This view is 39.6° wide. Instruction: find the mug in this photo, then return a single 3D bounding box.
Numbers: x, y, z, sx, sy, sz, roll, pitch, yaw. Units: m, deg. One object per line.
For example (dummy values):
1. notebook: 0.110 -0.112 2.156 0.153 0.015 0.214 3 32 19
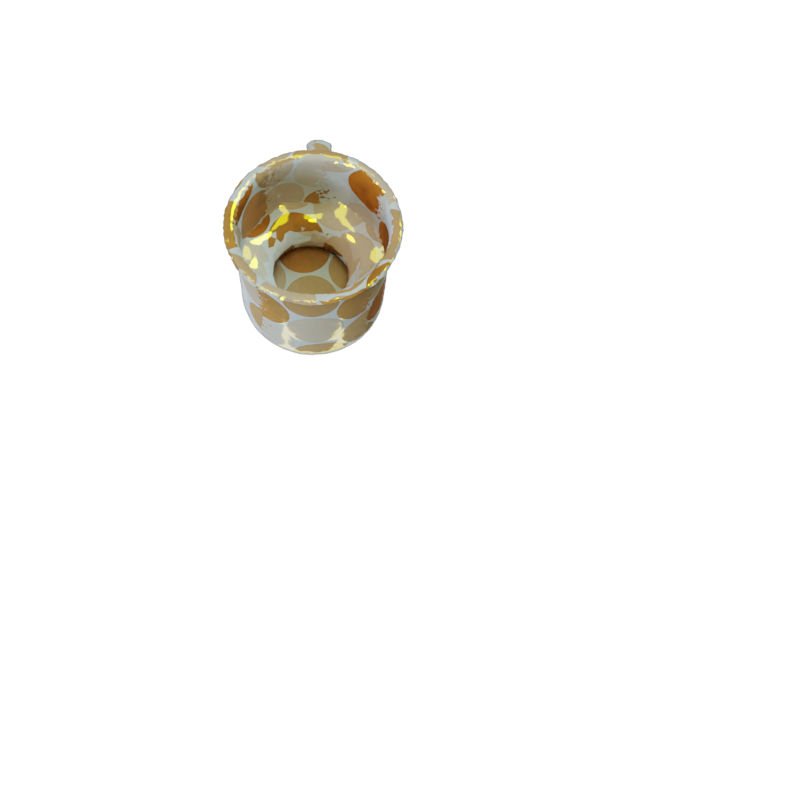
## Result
1. mug: -0.048 -0.087 0.611 0.093 0.124 0.077 0 -27 -2
